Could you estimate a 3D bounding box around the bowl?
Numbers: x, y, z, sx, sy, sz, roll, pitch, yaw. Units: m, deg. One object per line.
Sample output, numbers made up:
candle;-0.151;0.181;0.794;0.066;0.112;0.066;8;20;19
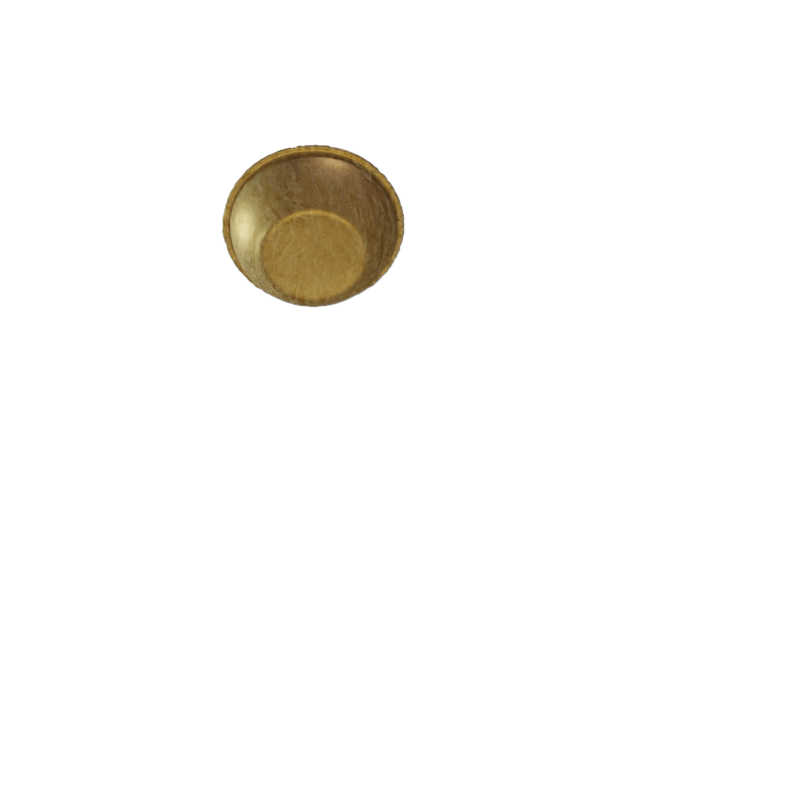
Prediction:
bowl;-0.075;-0.137;0.960;0.162;0.152;0.059;1;32;-1
